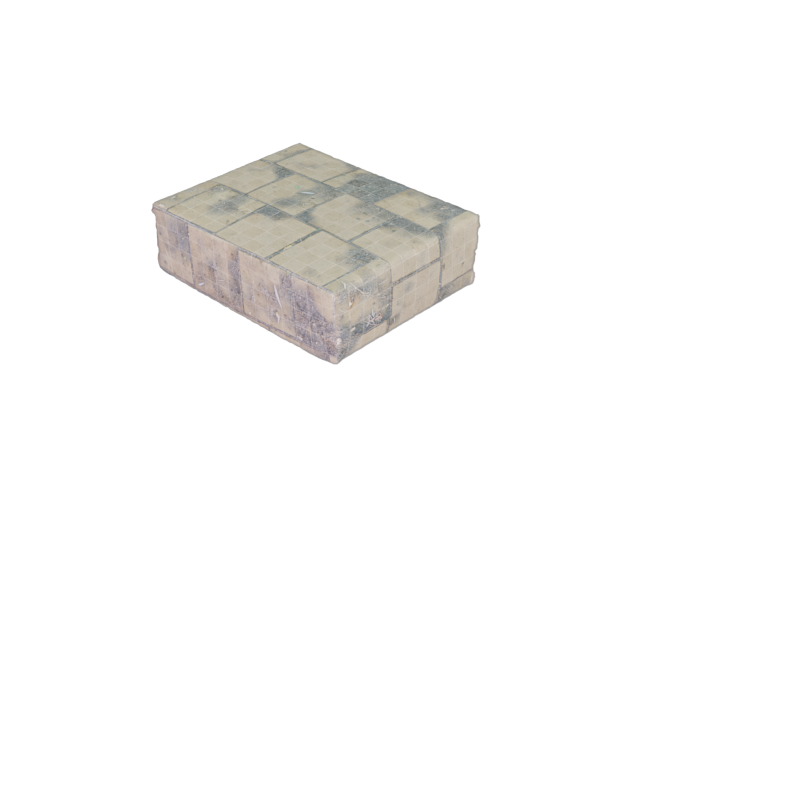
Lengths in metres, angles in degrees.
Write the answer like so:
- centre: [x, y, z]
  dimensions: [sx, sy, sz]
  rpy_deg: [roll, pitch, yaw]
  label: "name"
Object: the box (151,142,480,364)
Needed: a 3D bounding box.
- centre: [-0.037, -0.068, 0.477]
  dimensions: [0.121, 0.036, 0.090]
  rpy_deg: [30, 45, 34]
  label: "box"
